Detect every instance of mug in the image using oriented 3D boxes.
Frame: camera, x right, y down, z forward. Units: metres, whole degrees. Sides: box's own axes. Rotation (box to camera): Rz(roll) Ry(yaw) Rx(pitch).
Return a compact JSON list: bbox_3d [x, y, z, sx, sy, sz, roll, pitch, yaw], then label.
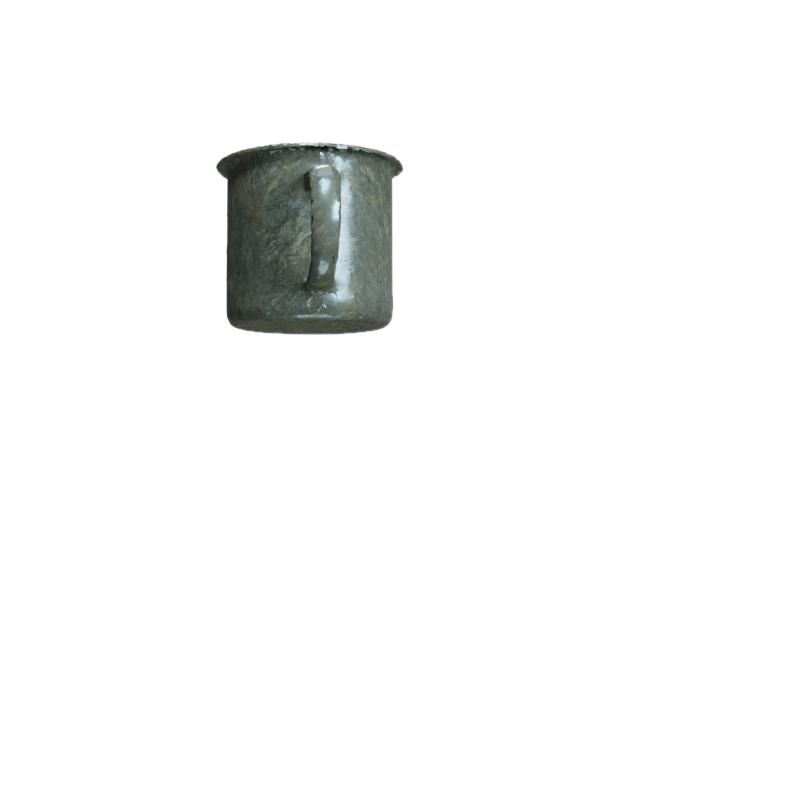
[{"bbox_3d":[-0.042,-0.077,0.536,0.092,0.083,0.117,1,-5,-12],"label":"mug"}]
